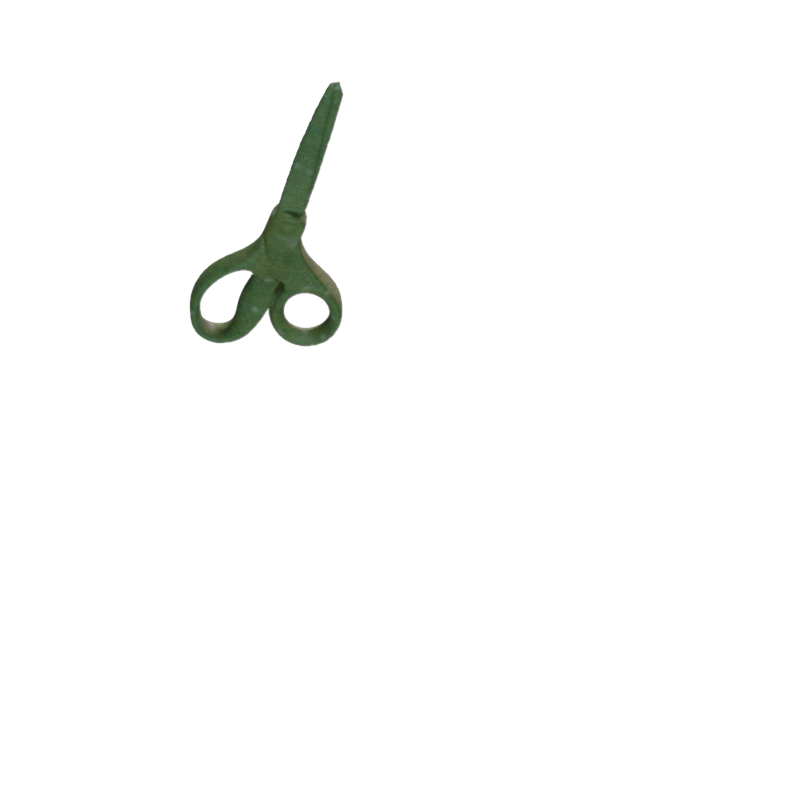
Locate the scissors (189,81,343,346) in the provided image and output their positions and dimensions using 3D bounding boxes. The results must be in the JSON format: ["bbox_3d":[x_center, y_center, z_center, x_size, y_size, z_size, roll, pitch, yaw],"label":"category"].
[{"bbox_3d":[-0.047,-0.085,0.596,0.092,0.017,0.197,22,-42,-26],"label":"scissors"}]
